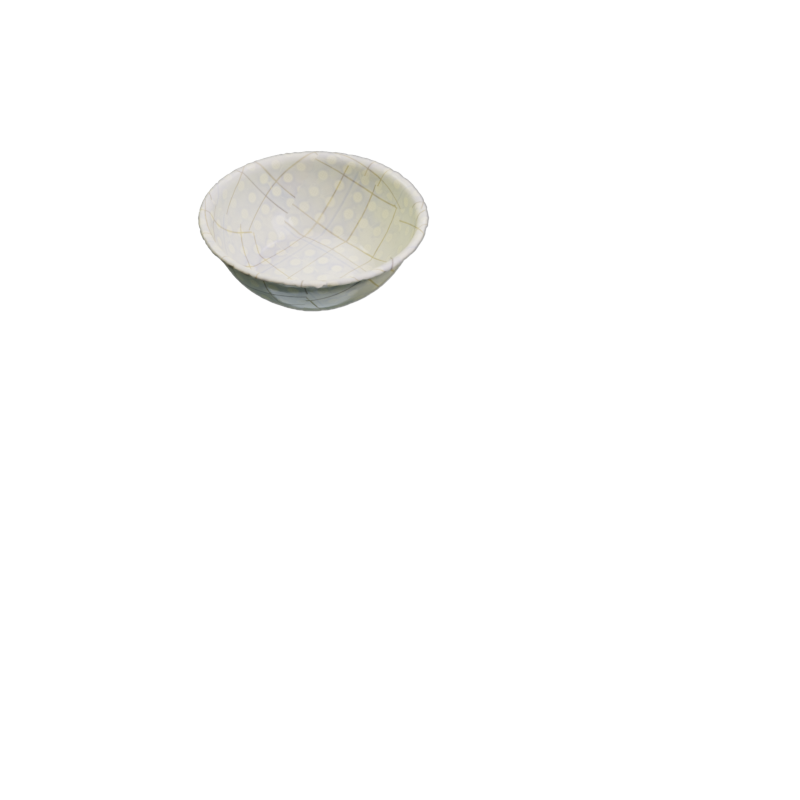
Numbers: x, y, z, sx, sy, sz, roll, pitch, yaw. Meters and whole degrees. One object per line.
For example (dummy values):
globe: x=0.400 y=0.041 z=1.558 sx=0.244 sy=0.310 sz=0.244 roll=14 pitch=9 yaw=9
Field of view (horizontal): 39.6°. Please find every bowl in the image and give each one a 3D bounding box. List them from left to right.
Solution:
bowl: x=-0.062 y=-0.113 z=0.793 sx=0.162 sy=0.051 sz=0.174 roll=-1 pitch=42 yaw=-2
